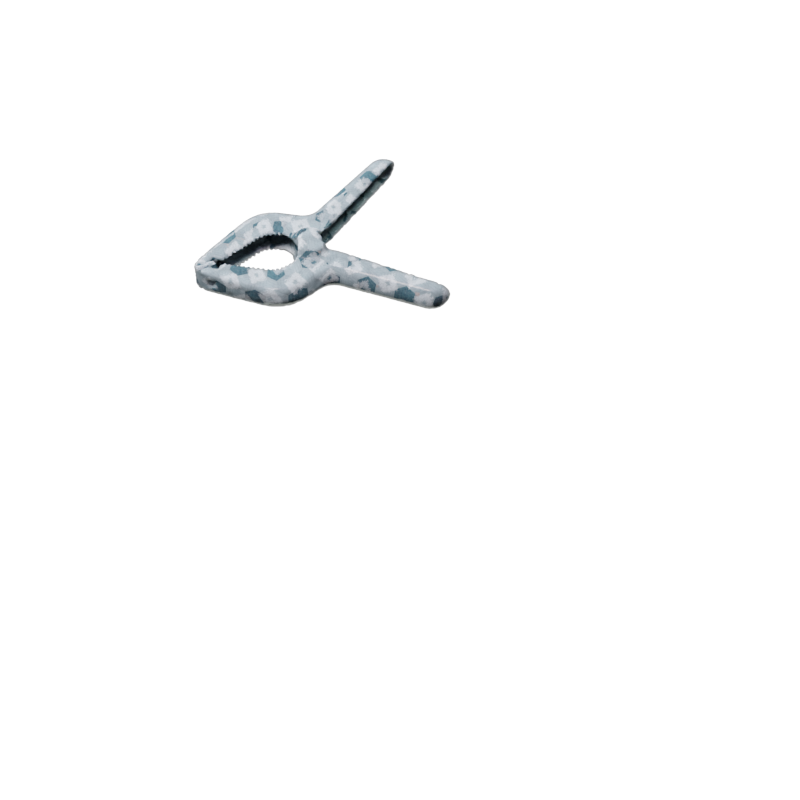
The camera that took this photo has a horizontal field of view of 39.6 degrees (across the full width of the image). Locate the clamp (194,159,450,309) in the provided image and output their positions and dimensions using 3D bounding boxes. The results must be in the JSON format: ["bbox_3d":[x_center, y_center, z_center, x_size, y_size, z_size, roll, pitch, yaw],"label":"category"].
[{"bbox_3d":[-0.076,-0.138,0.970,0.209,0.177,0.034,-8,-36,-6],"label":"clamp"}]
